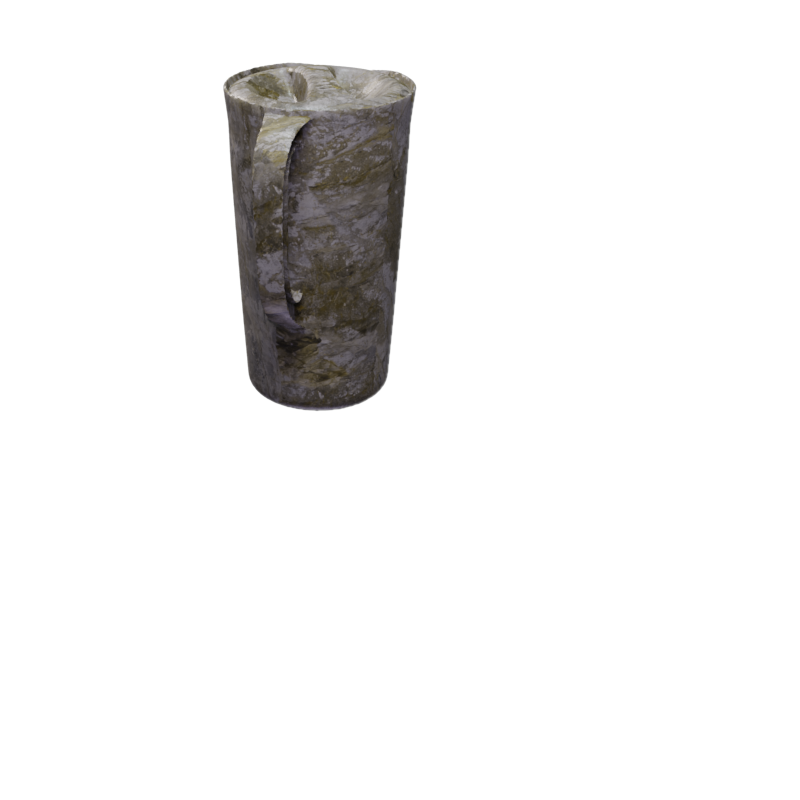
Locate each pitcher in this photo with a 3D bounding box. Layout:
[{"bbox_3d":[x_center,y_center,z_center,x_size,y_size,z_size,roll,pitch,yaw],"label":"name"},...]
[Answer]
[{"bbox_3d":[-0.063,-0.115,0.802,0.146,0.231,0.155,-13,28,-28],"label":"pitcher"}]
